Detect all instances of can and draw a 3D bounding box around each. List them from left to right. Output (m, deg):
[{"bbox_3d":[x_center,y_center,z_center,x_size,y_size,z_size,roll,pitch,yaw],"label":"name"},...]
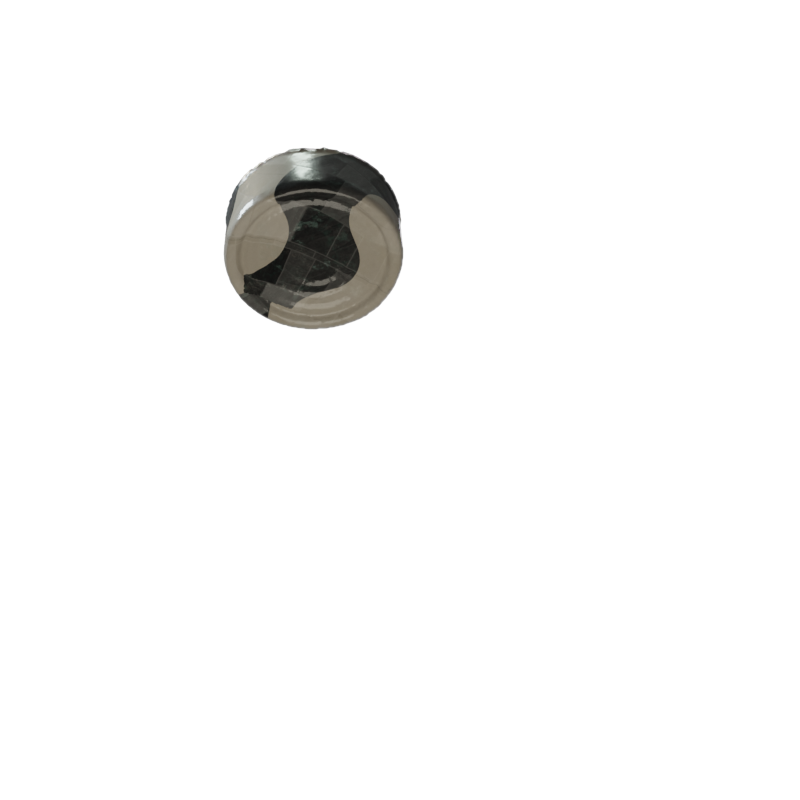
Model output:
[{"bbox_3d":[-0.042,-0.076,0.531,0.086,0.080,0.036,1,38,-1],"label":"can"}]
